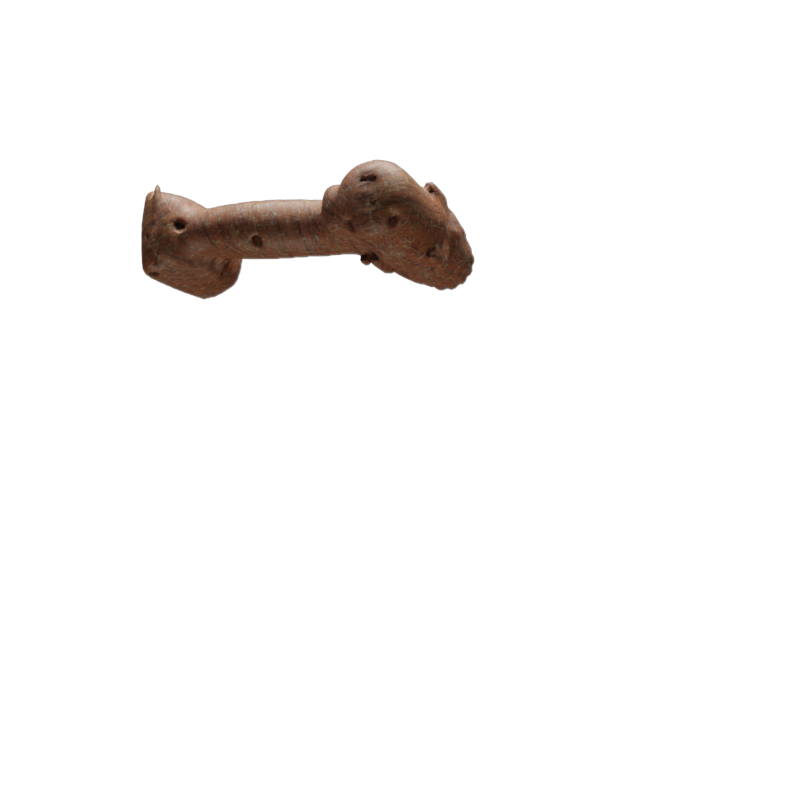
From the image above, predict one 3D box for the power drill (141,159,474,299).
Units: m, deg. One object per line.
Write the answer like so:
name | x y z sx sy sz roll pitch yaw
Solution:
power drill | -0.055 -0.101 0.709 0.191 0.059 0.175 -3 -10 18
